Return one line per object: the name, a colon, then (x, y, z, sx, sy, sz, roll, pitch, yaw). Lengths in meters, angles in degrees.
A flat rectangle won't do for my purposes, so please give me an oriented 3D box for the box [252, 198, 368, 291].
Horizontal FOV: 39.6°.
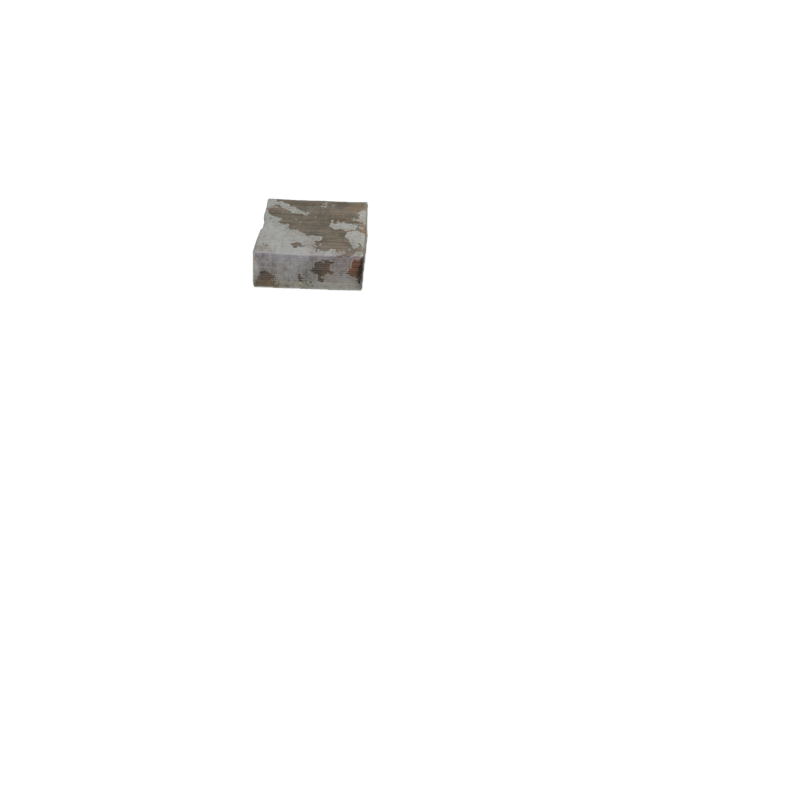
box: (-0.060, -0.109, 0.763, 0.073, 0.028, 0.094, 2, 33, 2)
